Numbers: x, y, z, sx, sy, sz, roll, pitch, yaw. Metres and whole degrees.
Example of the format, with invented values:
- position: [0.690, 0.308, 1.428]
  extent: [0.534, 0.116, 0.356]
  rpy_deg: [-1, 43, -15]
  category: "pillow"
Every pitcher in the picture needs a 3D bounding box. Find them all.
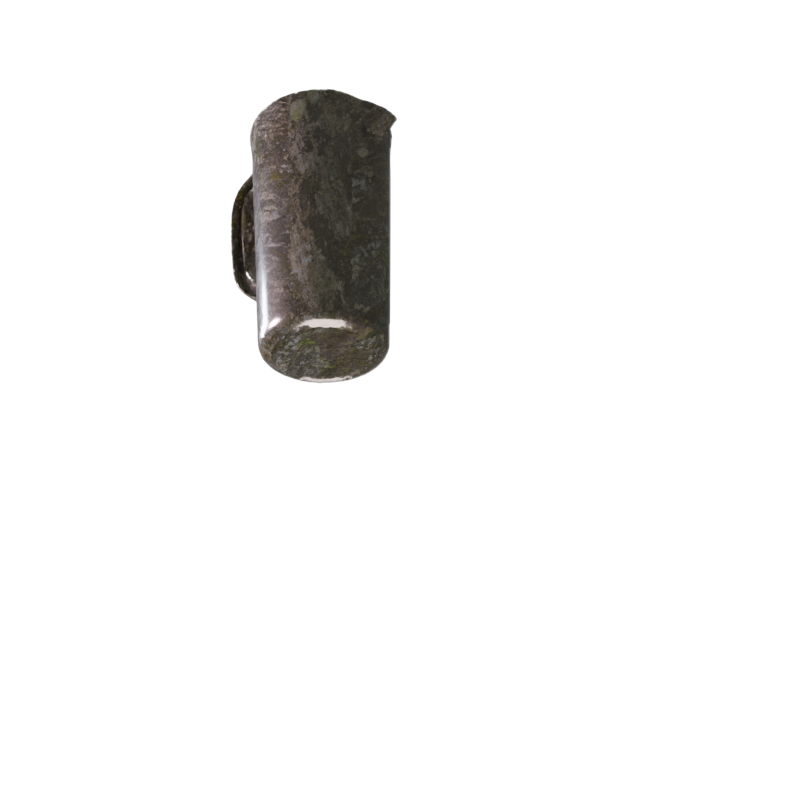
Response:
- position: [-0.076, -0.139, 0.976]
  extent: [0.144, 0.260, 0.141]
  rpy_deg: [3, -34, -7]
  category: "pitcher"
